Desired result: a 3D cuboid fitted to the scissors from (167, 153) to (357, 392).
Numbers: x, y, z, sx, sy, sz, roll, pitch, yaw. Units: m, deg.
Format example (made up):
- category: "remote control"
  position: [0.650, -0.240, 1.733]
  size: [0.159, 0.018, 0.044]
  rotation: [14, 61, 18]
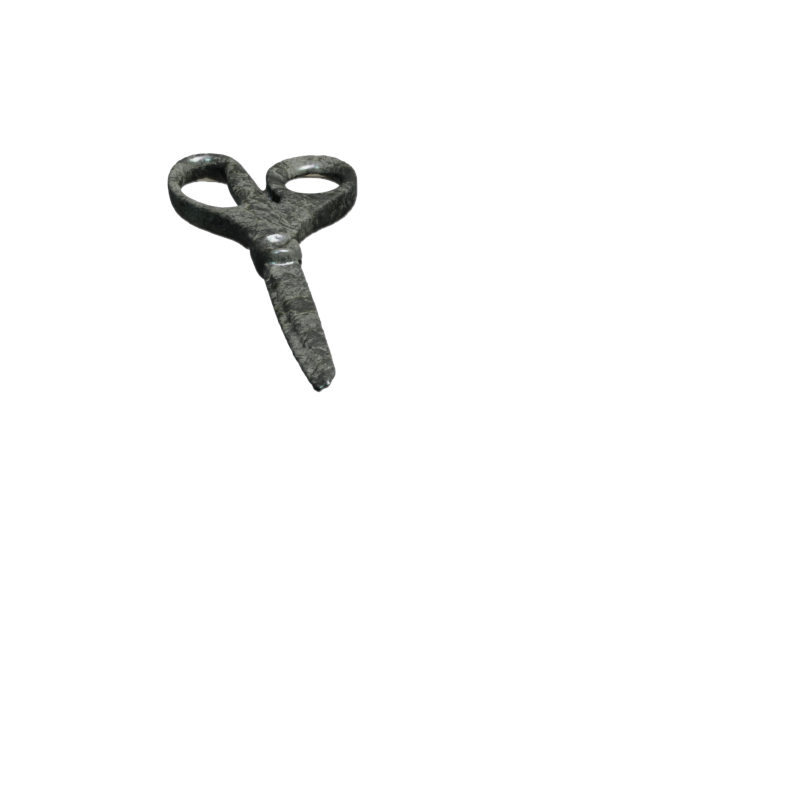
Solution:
- category: "scissors"
  position: [-0.036, -0.066, 0.462]
  size: [0.095, 0.015, 0.217]
  rotation: [-16, 36, -23]
